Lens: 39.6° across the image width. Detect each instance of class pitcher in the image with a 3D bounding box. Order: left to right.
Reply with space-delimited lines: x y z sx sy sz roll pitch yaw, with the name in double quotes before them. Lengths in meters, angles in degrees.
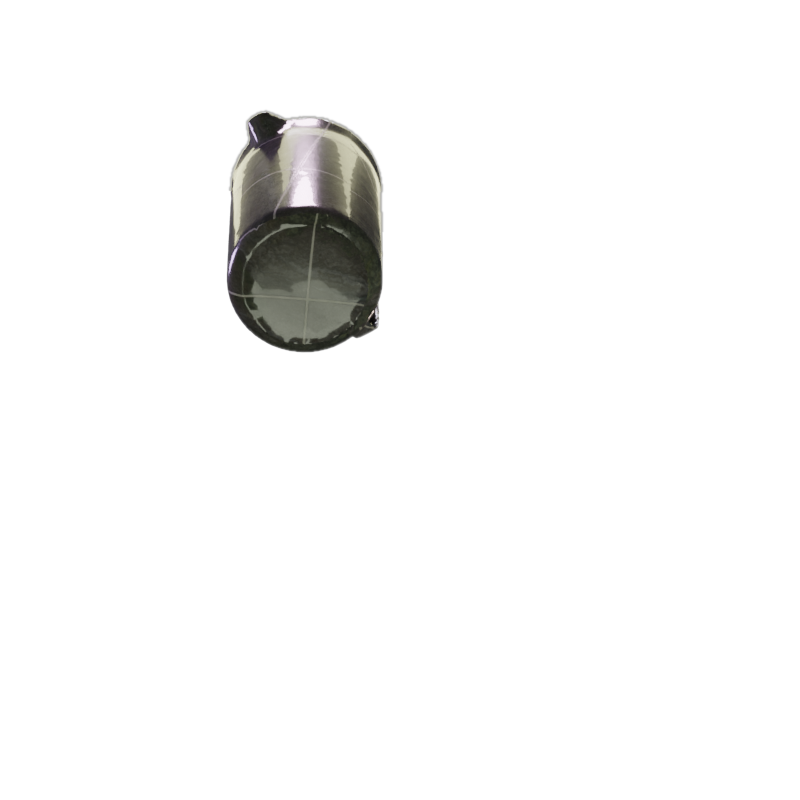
"pitcher" -0.068 -0.124 0.871 0.147 0.140 0.256 14 23 -9
